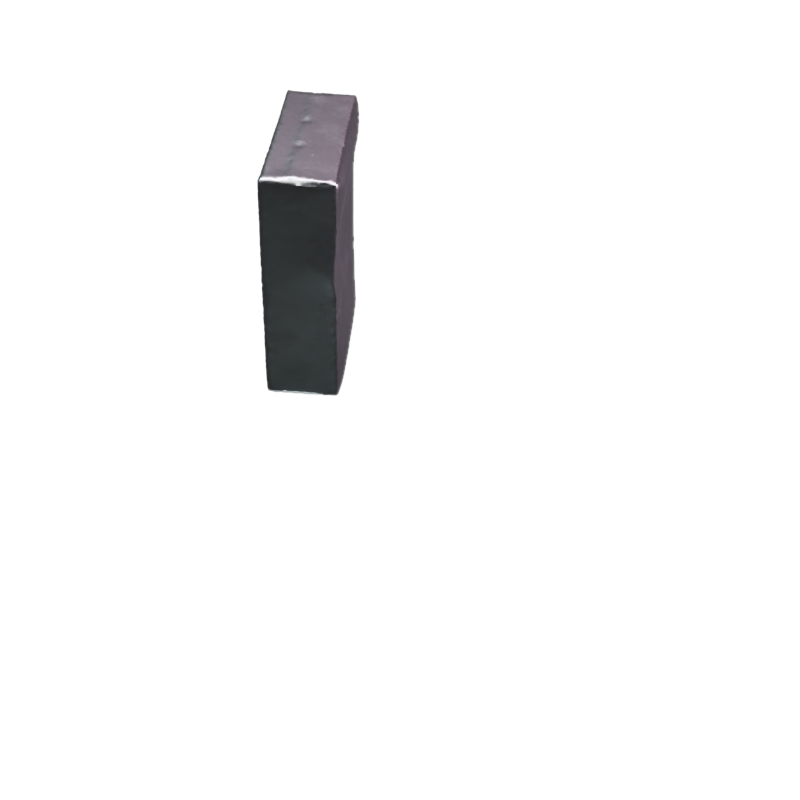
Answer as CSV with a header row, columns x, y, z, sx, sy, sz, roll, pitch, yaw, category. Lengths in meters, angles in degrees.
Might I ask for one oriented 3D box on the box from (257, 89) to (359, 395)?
x,y,z,sx,sy,sz,roll,pitch,yaw,category
-0.076,-0.138,0.965,0.072,0.200,0.174,4,37,1,box
